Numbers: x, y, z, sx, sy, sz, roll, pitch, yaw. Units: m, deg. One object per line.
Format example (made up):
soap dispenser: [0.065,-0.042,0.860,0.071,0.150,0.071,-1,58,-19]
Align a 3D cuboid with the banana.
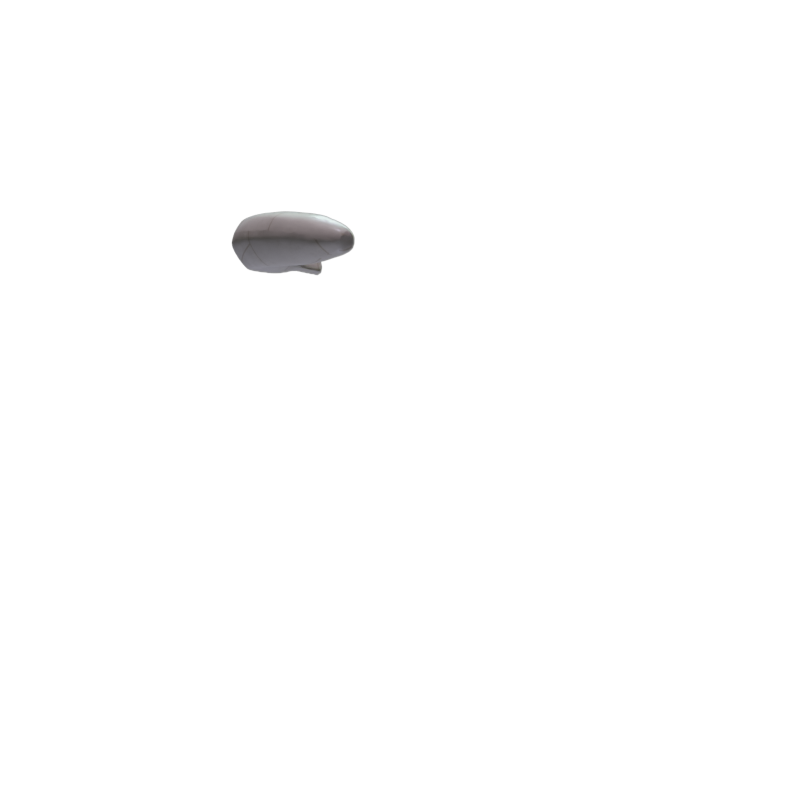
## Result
banana: [-0.076,-0.105,0.734,0.069,0.037,0.200,0,4,-9]
